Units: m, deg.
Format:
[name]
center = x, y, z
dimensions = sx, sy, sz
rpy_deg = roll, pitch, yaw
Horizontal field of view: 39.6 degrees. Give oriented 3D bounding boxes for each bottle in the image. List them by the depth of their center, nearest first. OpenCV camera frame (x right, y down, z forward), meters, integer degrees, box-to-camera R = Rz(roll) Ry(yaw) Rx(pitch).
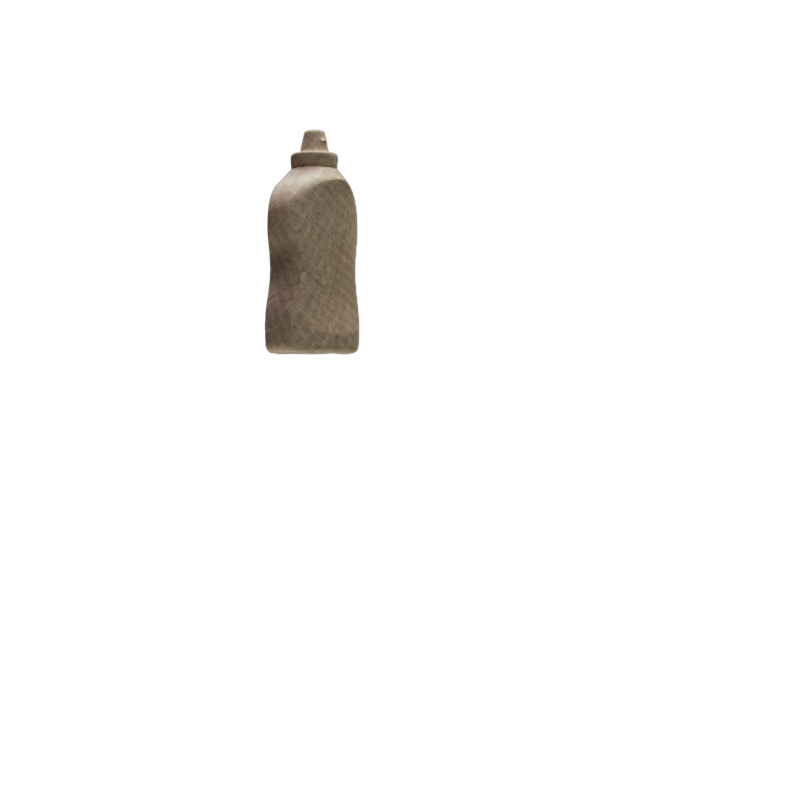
[bottle]
center = -0.074, -0.135, 0.948
dimensions = 0.060, 0.194, 0.092
rpy_deg = -4, -6, 37
